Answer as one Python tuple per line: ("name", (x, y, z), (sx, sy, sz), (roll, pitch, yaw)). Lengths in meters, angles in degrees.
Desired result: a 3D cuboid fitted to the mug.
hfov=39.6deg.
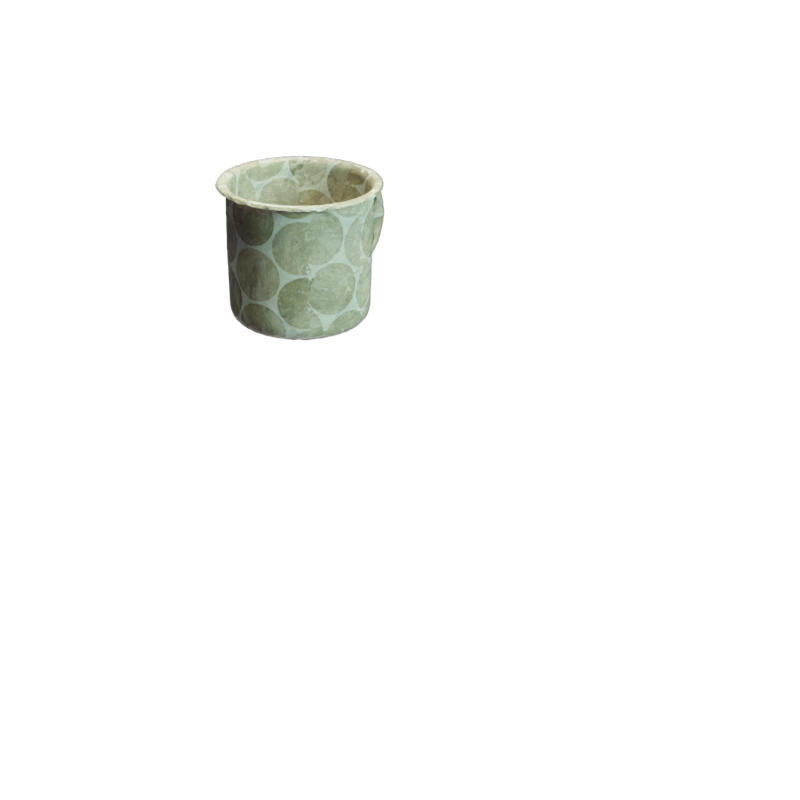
("mug", (-0.050, -0.091, 0.638), (0.098, 0.077, 0.117), (18, 32, 32))
